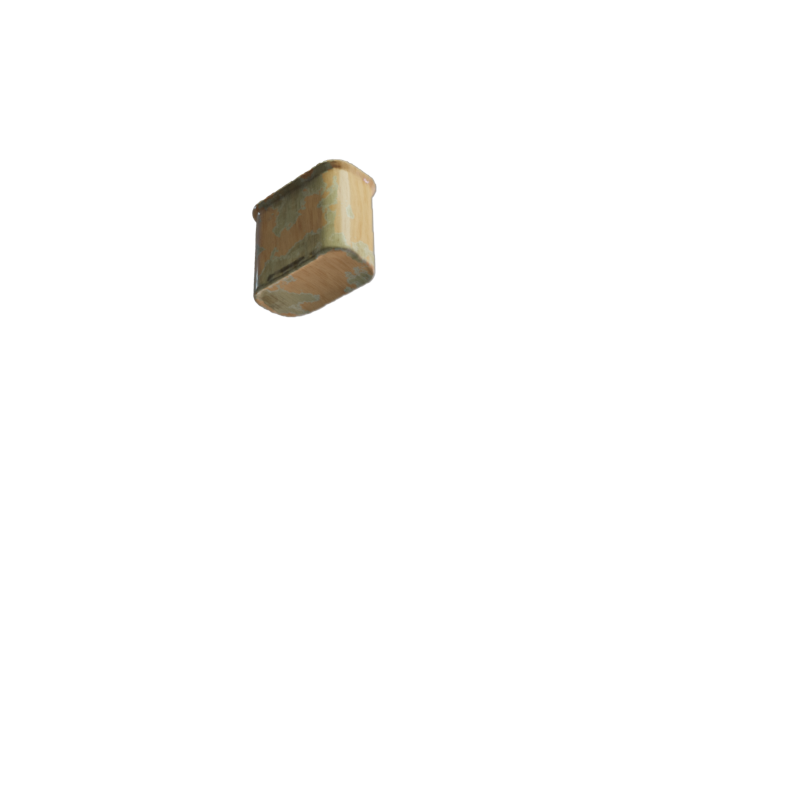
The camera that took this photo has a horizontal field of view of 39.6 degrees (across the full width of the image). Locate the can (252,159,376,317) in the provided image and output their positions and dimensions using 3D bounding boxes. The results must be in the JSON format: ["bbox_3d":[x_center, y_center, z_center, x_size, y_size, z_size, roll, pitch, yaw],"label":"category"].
[{"bbox_3d":[-0.066,-0.120,0.840,0.102,0.090,0.054,-27,-41,33],"label":"can"}]
